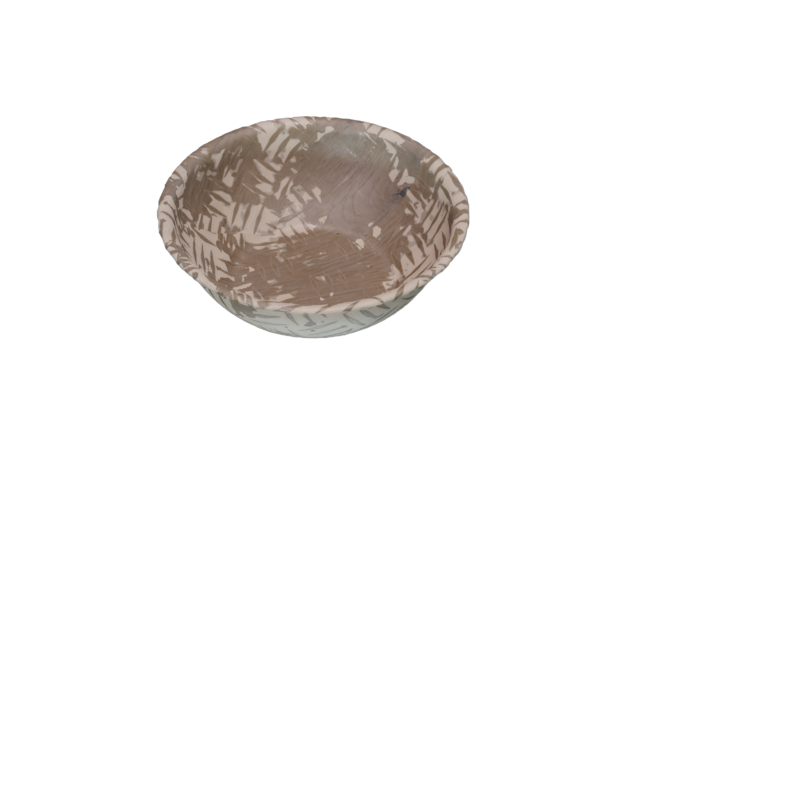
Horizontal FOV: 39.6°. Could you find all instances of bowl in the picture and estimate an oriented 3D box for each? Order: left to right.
[{"bbox_3d":[-0.046,-0.084,0.590,0.162,0.051,0.174,-1,44,-1],"label":"bowl"}]
